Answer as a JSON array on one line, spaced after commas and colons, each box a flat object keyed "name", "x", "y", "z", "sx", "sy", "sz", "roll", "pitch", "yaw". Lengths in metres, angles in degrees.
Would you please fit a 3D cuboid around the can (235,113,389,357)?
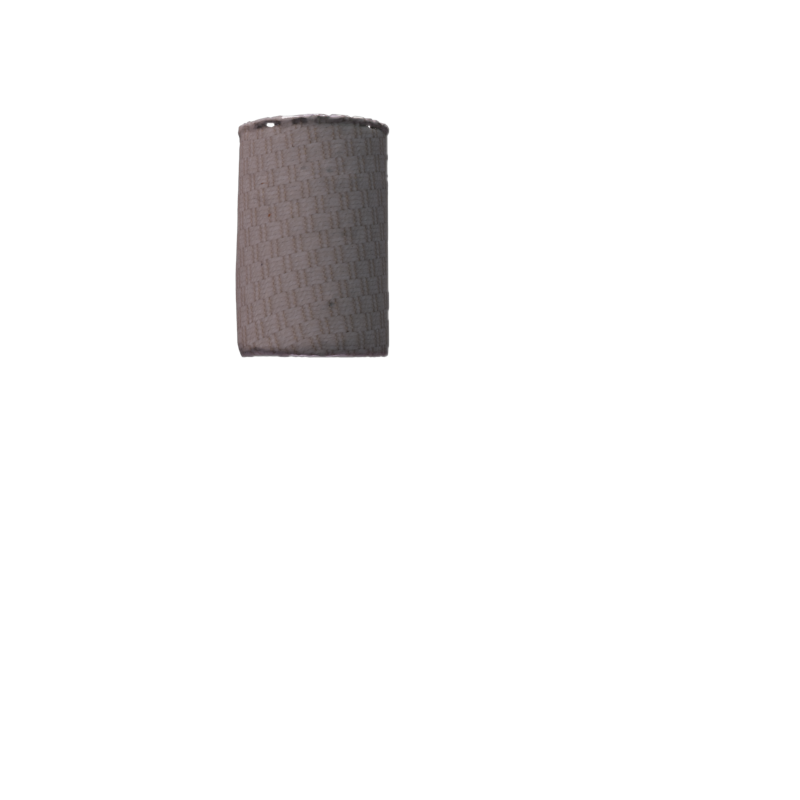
[{"name": "can", "x": -0.039, "y": -0.070, "z": 0.492, "sx": 0.068, "sy": 0.103, "sz": 0.068, "roll": 0, "pitch": -3, "yaw": -2}]
